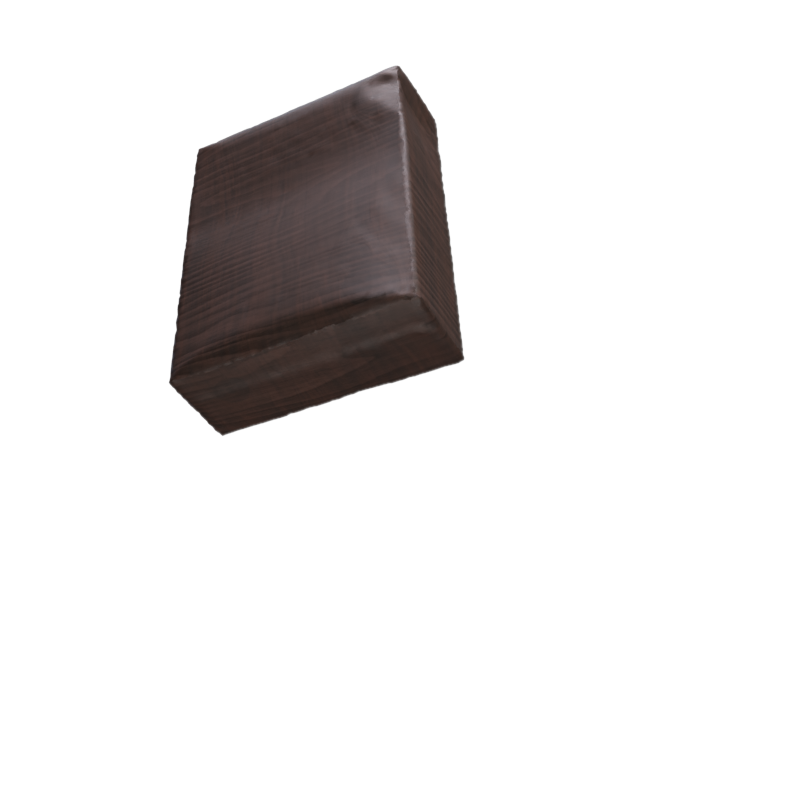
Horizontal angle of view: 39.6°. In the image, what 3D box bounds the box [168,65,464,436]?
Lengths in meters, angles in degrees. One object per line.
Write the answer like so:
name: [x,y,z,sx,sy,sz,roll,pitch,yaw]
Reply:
box: [-0.056,-0.101,0.710,0.165,0.230,0.066,-19,-43,18]
